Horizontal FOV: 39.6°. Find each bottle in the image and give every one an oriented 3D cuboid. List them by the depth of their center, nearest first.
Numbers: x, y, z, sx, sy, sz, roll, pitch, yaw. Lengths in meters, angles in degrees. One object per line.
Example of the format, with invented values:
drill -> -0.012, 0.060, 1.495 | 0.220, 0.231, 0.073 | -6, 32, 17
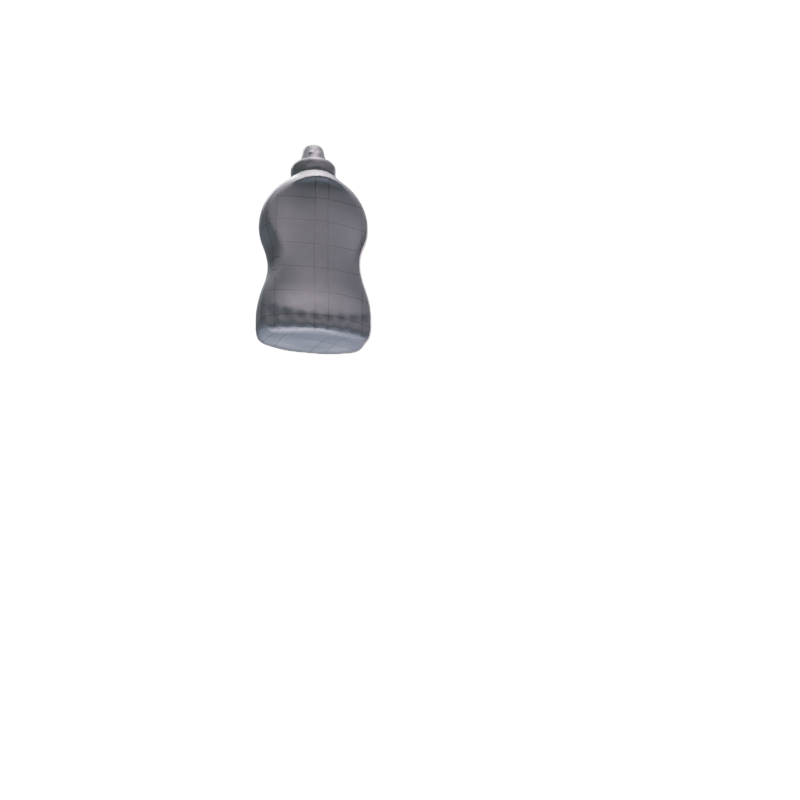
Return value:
bottle -> -0.076, -0.139, 0.973 | 0.094, 0.203, 0.056 | 4, -26, -13
